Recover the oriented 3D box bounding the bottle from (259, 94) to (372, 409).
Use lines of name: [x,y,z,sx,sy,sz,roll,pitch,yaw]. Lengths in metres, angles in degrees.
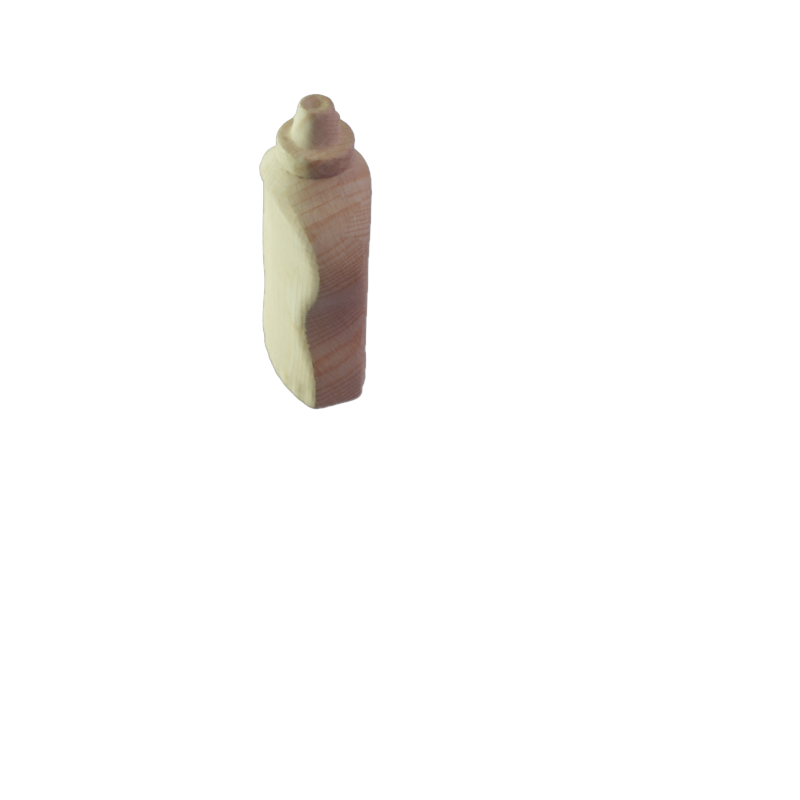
bottle: [-0.048,-0.089,0.623,0.058,0.104,0.179,-11,-41,-14]
